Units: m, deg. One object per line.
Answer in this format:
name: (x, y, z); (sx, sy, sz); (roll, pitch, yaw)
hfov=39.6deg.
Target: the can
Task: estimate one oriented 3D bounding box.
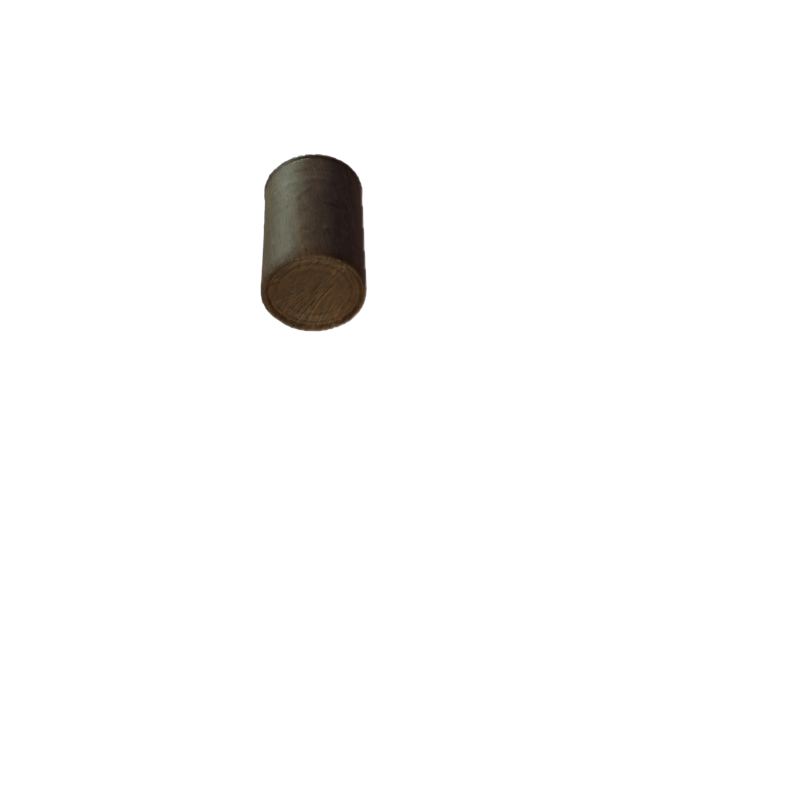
can: (-0.057, -0.103, 0.723); (0.068, 0.064, 0.110); (-1, 45, -3)
